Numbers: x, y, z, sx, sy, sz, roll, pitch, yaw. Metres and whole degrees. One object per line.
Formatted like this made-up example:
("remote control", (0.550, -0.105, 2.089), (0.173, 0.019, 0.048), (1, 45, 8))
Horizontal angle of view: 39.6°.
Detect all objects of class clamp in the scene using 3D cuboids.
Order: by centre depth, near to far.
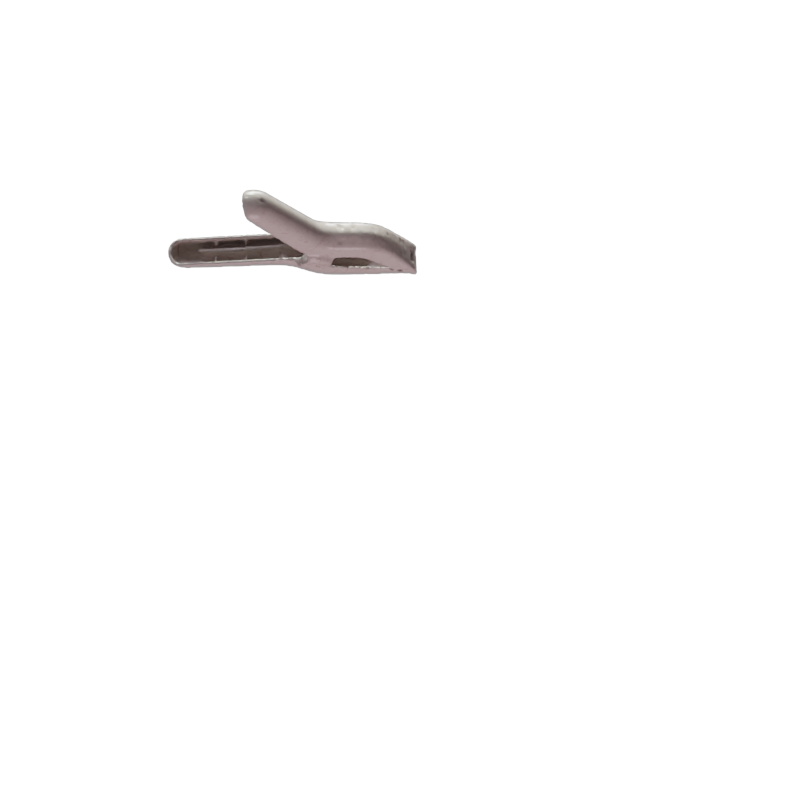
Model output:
("clamp", (-0.072, -0.132, 0.925), (0.204, 0.037, 0.165), (3, -9, -23))
